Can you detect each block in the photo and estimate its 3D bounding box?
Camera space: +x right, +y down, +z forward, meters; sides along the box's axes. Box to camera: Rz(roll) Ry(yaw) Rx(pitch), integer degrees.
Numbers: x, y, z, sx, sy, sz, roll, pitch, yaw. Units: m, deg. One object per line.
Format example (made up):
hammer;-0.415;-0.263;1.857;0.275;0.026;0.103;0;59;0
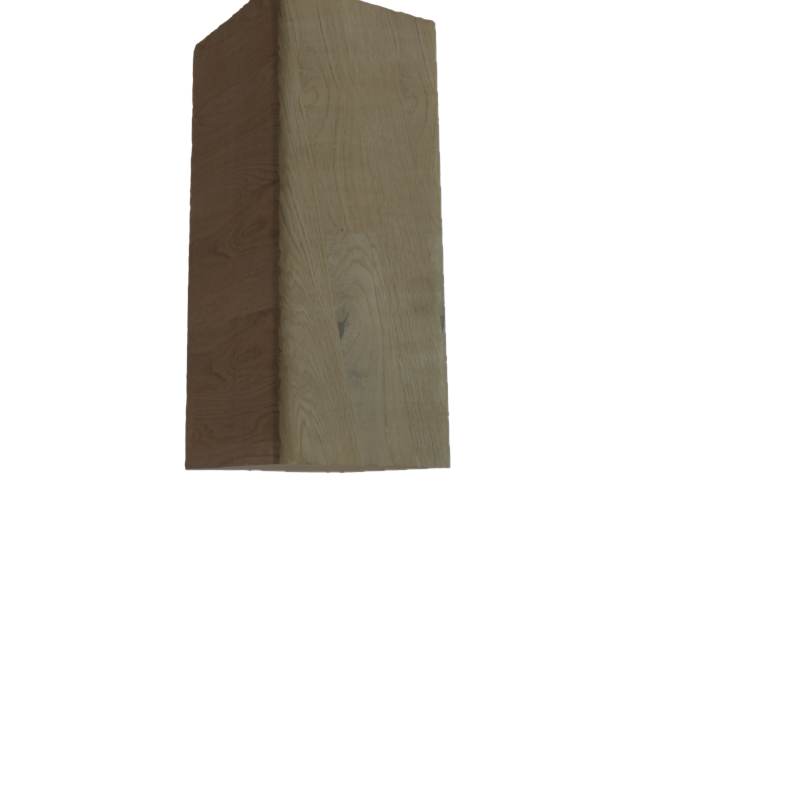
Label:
block;-0.041;-0.073;0.512;0.086;0.213;0.092;7;-14;-33
